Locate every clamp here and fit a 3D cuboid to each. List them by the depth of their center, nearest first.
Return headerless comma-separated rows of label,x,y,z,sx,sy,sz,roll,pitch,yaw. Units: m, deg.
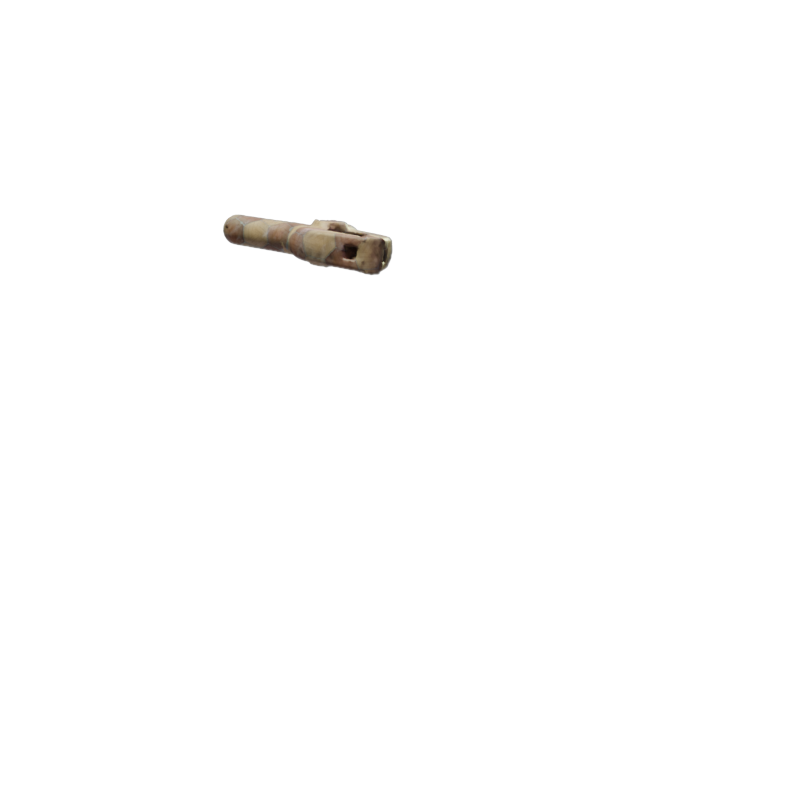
clamp,-0.068,-0.124,0.866,0.118,0.038,0.178,-3,12,-18
